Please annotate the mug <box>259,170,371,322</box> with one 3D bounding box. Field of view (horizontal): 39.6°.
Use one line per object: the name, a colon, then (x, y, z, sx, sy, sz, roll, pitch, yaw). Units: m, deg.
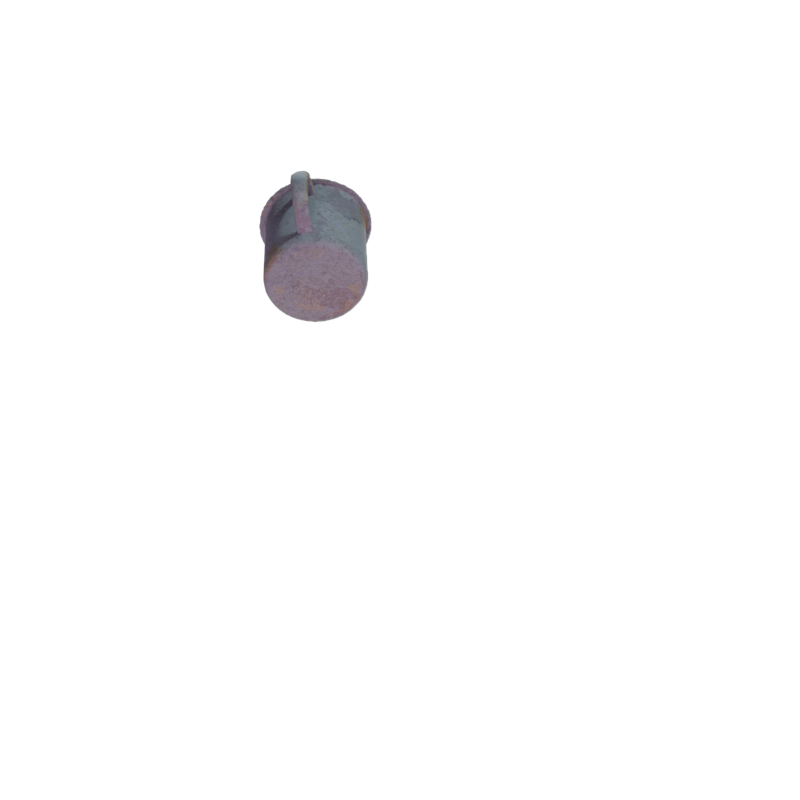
mug: (-0.069, -0.126, 0.880, 0.093, 0.109, 0.087, -6, 39, 3)
